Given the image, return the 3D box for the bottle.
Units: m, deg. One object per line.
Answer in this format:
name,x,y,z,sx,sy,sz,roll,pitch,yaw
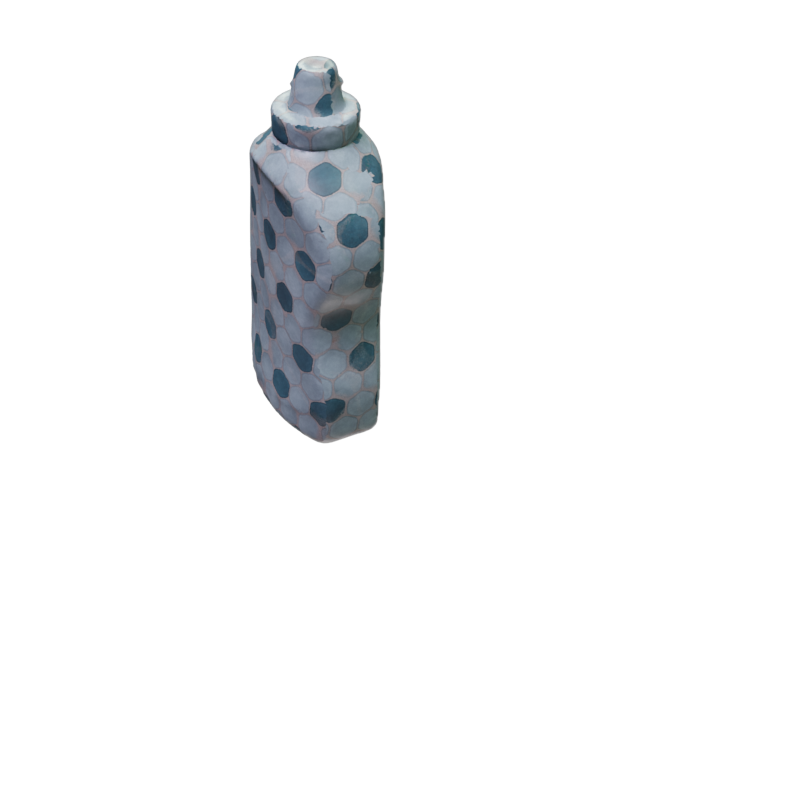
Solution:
bottle,-0.042,-0.078,0.543,0.058,0.179,0.104,-14,41,-20
